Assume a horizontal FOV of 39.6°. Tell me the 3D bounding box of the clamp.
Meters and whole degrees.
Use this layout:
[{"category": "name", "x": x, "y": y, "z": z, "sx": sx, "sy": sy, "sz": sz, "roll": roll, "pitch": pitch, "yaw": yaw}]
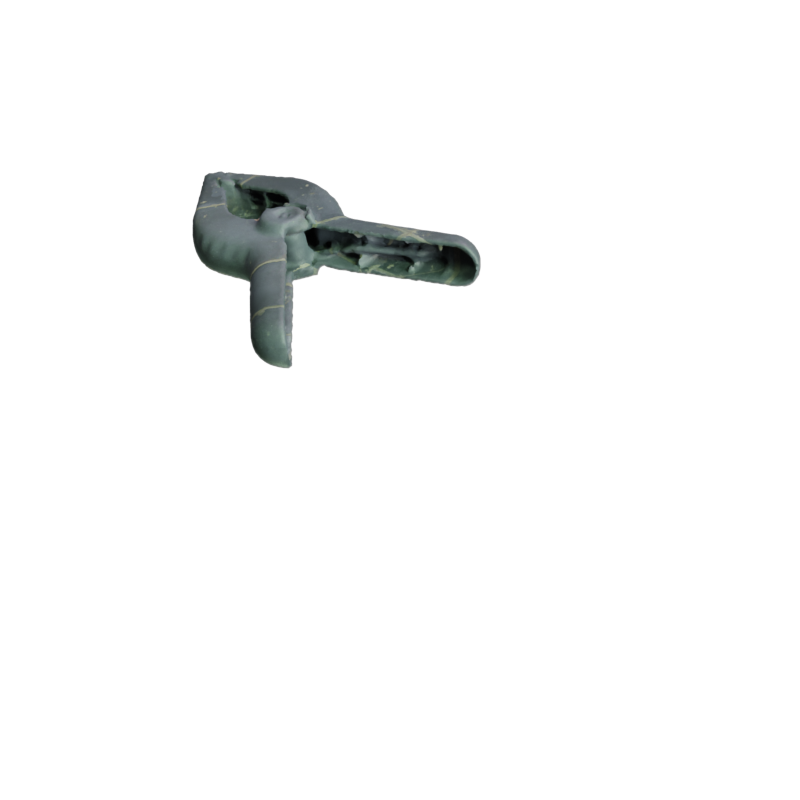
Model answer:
[{"category": "clamp", "x": -0.044, "y": -0.080, "z": 0.562, "sx": 0.118, "sy": 0.037, "sz": 0.185, "roll": -15, "pitch": 37, "yaw": -21}]
